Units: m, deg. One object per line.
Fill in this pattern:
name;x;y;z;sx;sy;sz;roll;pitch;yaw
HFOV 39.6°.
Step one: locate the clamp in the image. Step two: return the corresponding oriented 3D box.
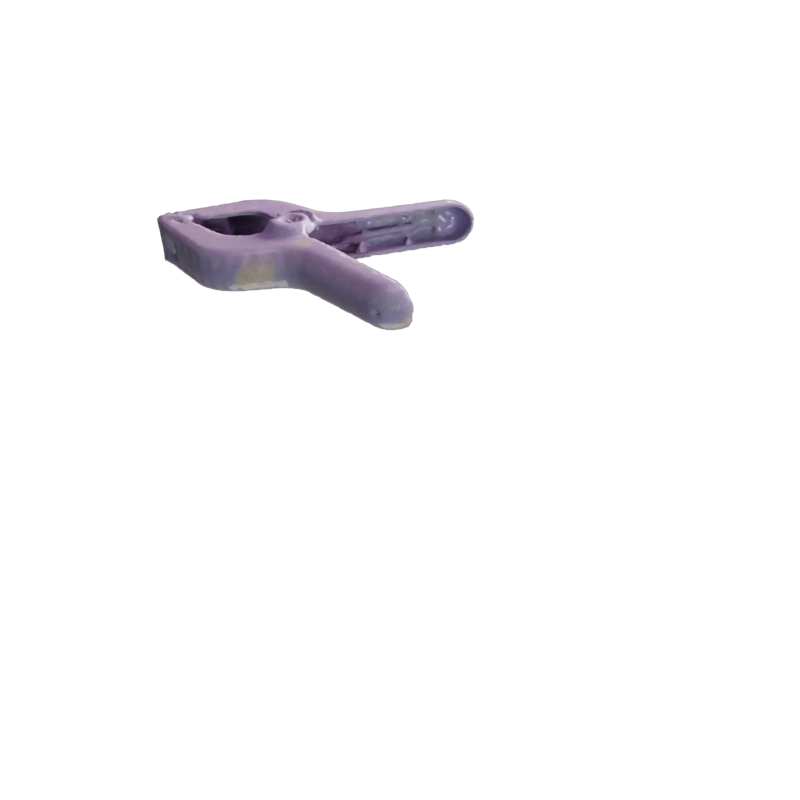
clamp;-0.047;-0.086;0.600;0.179;0.037;0.121;15;30;27
